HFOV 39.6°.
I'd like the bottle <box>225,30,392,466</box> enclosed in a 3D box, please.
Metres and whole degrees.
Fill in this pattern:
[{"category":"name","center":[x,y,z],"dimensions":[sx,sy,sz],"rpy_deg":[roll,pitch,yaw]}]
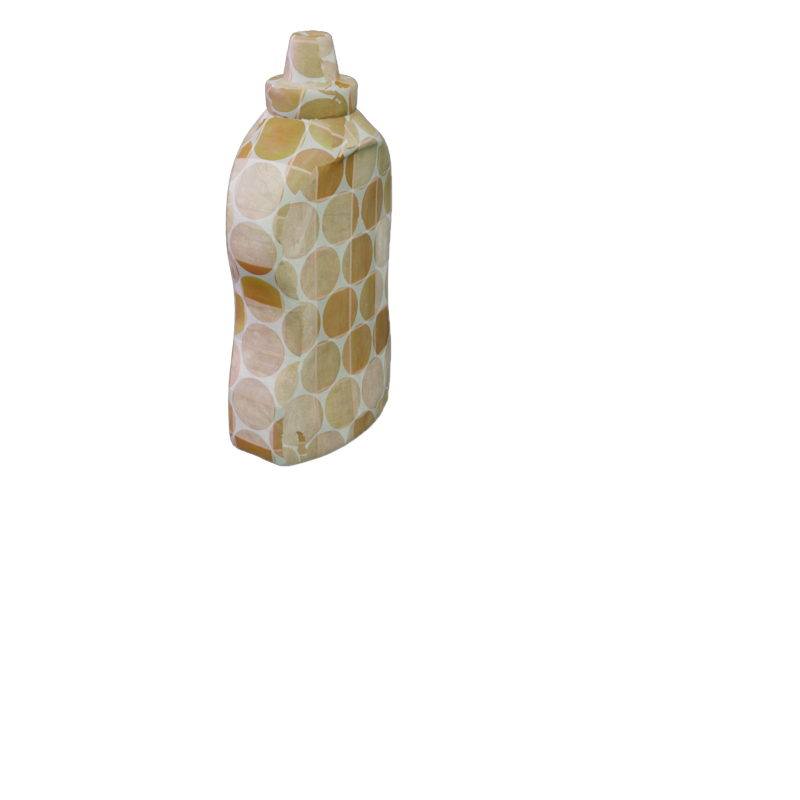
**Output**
[{"category":"bottle","center":[-0.040,-0.073,0.512],"dimensions":[0.061,0.183,0.096],"rpy_deg":[16,27,32]}]
